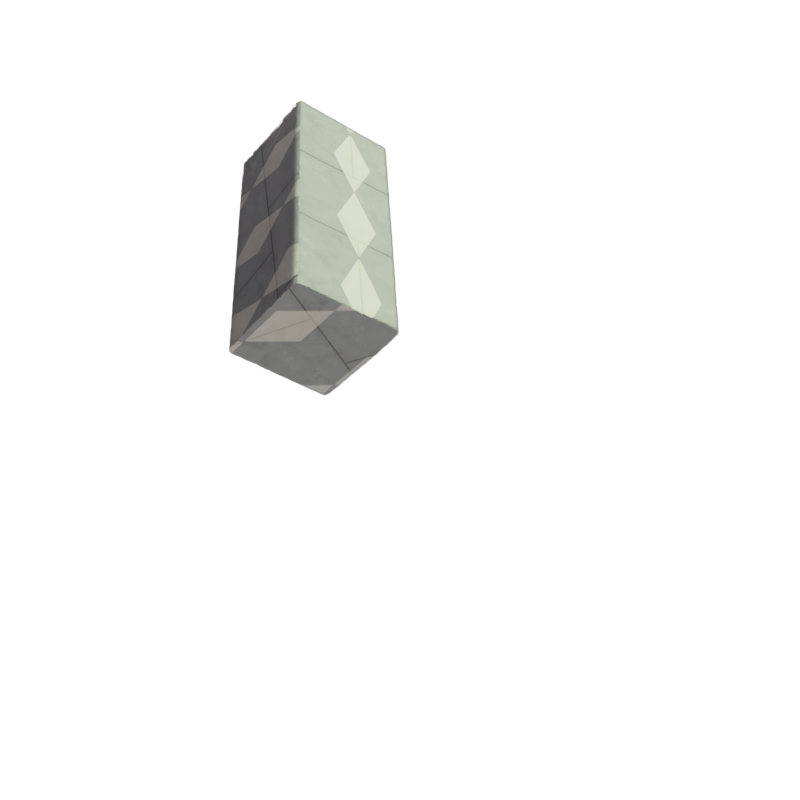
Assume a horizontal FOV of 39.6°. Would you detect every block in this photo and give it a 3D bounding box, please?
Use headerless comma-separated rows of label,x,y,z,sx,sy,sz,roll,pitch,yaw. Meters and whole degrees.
block,-0.067,-0.121,0.854,0.086,0.221,0.088,26,-50,-28
